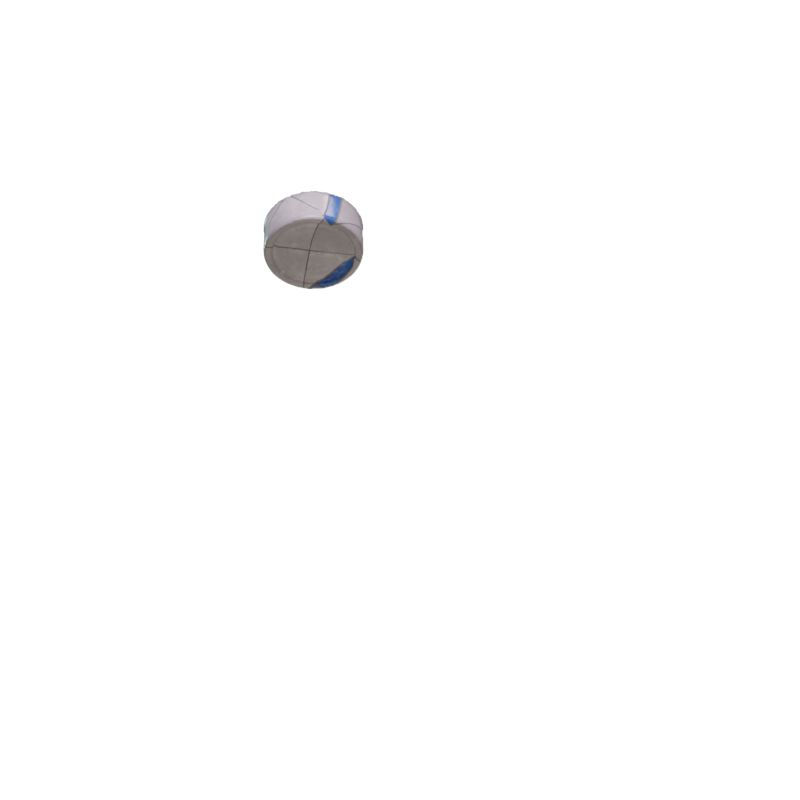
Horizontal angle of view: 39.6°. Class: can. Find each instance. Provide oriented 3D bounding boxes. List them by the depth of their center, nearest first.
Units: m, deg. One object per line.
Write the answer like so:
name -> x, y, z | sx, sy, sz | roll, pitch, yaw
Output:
can -> -0.074, -0.135, 0.943 | 0.086, 0.036, 0.080 | 1, -43, -1
